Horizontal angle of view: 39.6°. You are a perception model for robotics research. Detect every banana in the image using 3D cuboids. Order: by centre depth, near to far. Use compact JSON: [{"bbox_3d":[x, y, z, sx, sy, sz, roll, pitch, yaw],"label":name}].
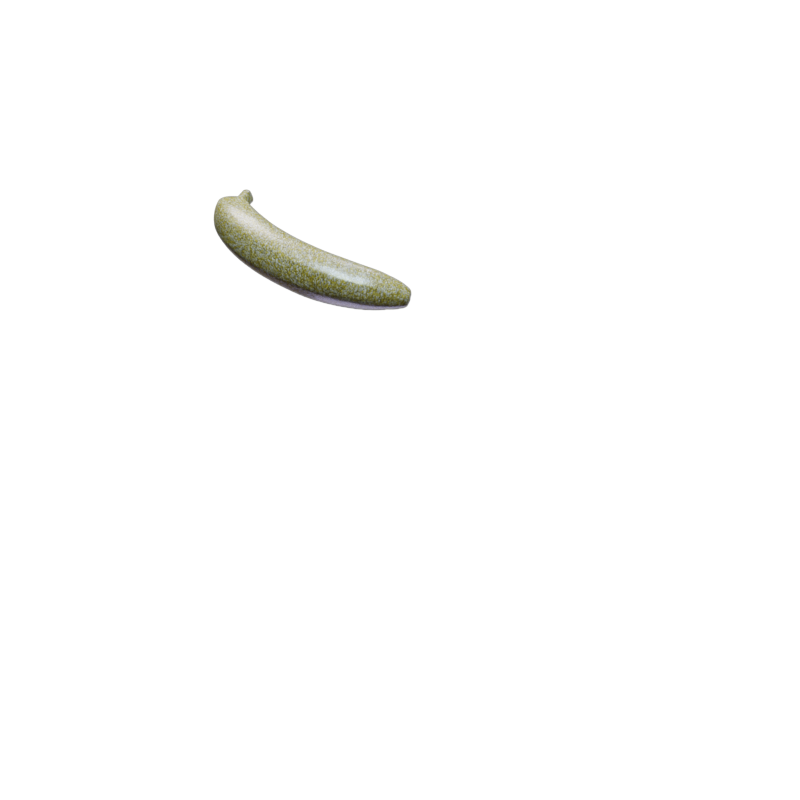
[{"bbox_3d":[-0.081,-0.113,0.829,0.069,0.034,0.212,-29,48,-31],"label":"banana"}]
